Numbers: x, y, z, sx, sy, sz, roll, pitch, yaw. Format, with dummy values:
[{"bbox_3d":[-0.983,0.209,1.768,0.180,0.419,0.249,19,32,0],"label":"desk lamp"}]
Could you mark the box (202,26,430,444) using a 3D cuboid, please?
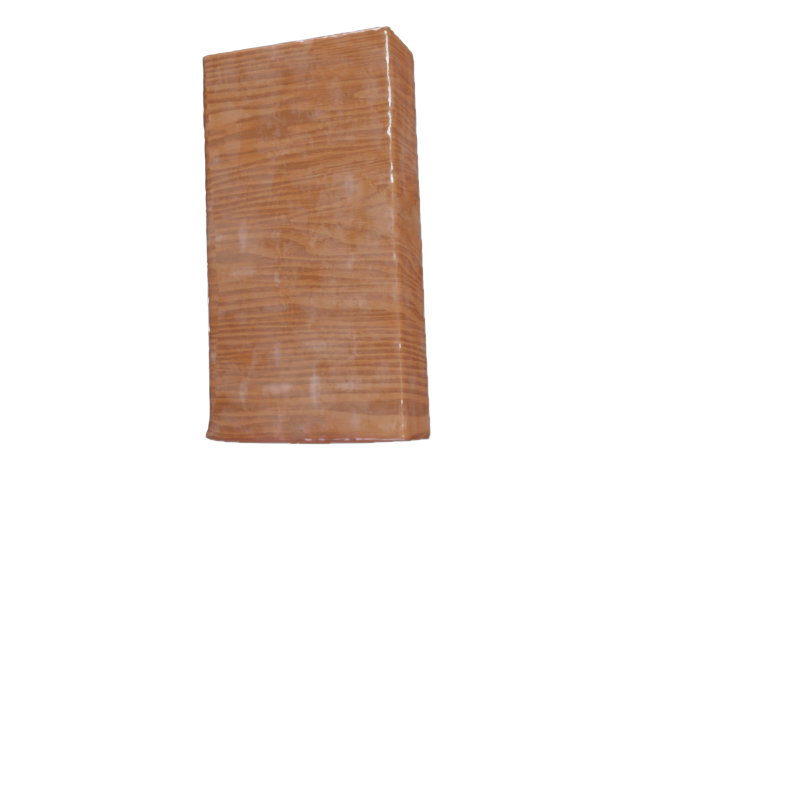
[{"bbox_3d":[-0.038,-0.070,0.492,0.095,0.181,0.046,-4,-11,20],"label":"box"}]
